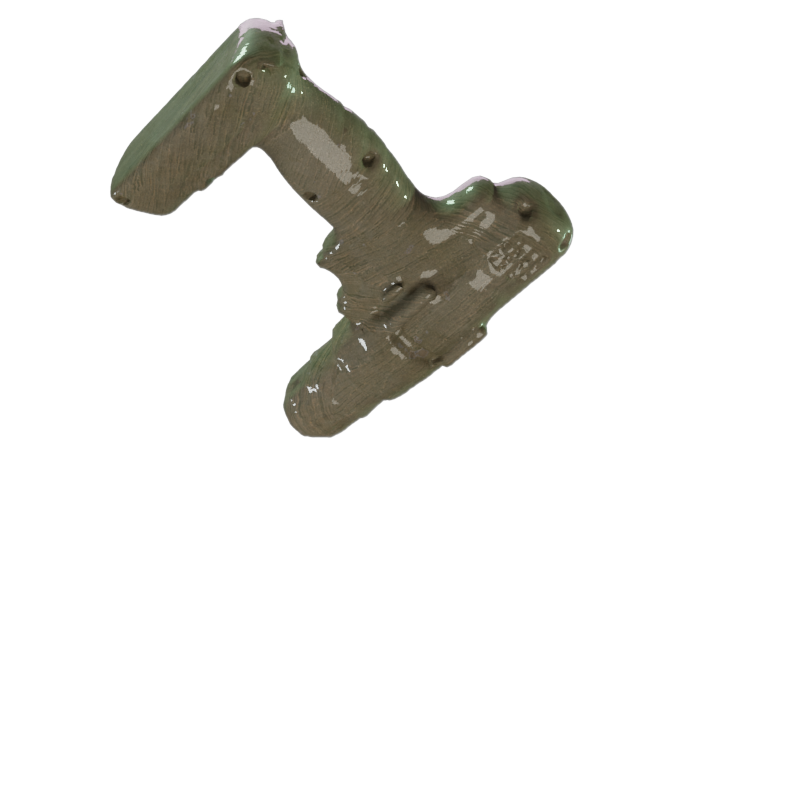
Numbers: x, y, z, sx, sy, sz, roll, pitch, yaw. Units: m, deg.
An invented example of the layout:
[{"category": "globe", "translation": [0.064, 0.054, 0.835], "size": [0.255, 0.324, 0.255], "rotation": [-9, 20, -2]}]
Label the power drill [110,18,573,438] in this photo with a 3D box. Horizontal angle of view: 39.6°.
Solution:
[{"category": "power drill", "translation": [-0.042, -0.076, 0.530], "size": [0.178, 0.182, 0.061], "rotation": [37, 27, -23]}]
